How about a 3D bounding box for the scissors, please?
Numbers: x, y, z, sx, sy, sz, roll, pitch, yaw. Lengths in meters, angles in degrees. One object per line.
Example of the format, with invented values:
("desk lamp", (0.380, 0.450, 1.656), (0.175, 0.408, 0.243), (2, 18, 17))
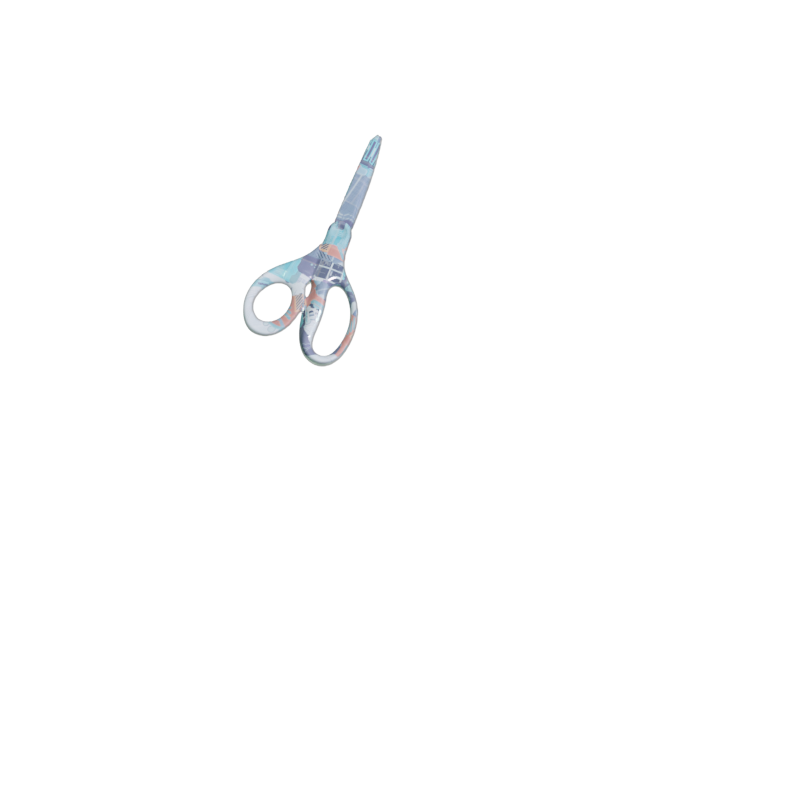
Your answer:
("scissors", (-0.068, -0.124, 0.865), (0.096, 0.213, 0.015), (3, -25, 1))
